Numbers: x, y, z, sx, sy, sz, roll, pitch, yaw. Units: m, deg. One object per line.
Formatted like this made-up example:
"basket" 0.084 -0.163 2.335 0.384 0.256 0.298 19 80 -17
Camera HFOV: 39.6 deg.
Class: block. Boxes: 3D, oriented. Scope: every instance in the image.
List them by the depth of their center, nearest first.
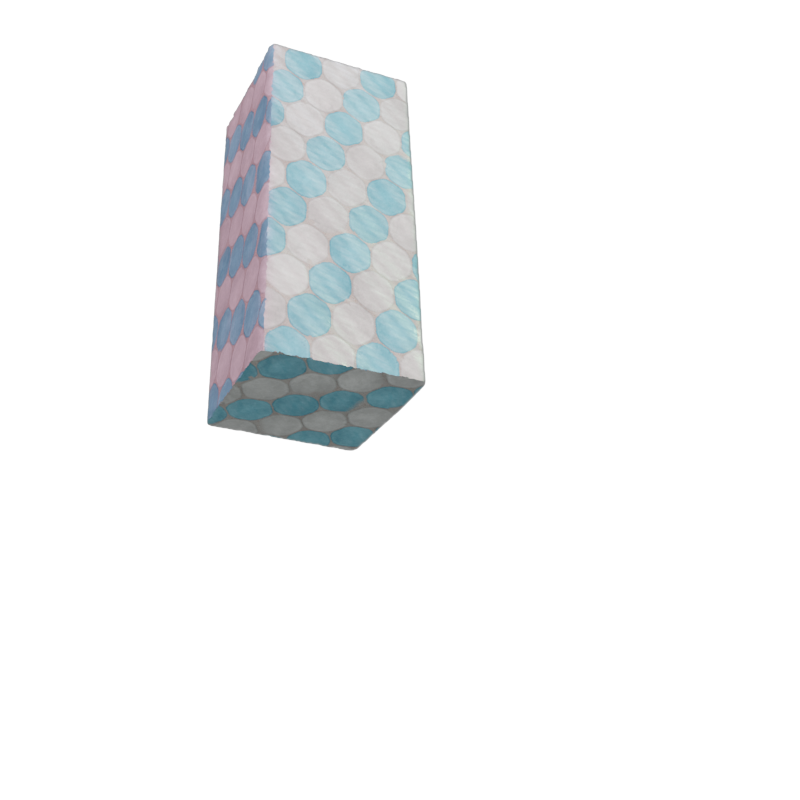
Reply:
"block" -0.049 -0.090 0.631 0.088 0.220 0.087 12 -35 -21
